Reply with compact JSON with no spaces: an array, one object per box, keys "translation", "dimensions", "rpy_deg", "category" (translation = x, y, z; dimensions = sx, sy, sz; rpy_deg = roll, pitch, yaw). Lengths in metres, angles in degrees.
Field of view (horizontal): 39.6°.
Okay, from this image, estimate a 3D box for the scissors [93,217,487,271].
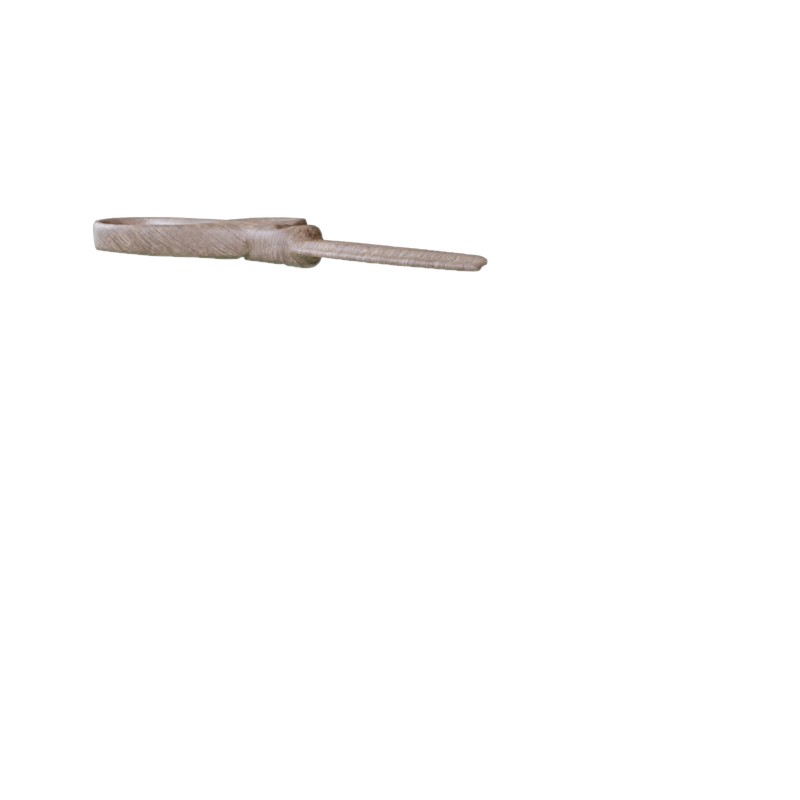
[{"translation":[-0.033,-0.059,0.416],"dimensions":[0.211,0.015,0.094],"rpy_deg":[9,15,37],"category":"scissors"}]
